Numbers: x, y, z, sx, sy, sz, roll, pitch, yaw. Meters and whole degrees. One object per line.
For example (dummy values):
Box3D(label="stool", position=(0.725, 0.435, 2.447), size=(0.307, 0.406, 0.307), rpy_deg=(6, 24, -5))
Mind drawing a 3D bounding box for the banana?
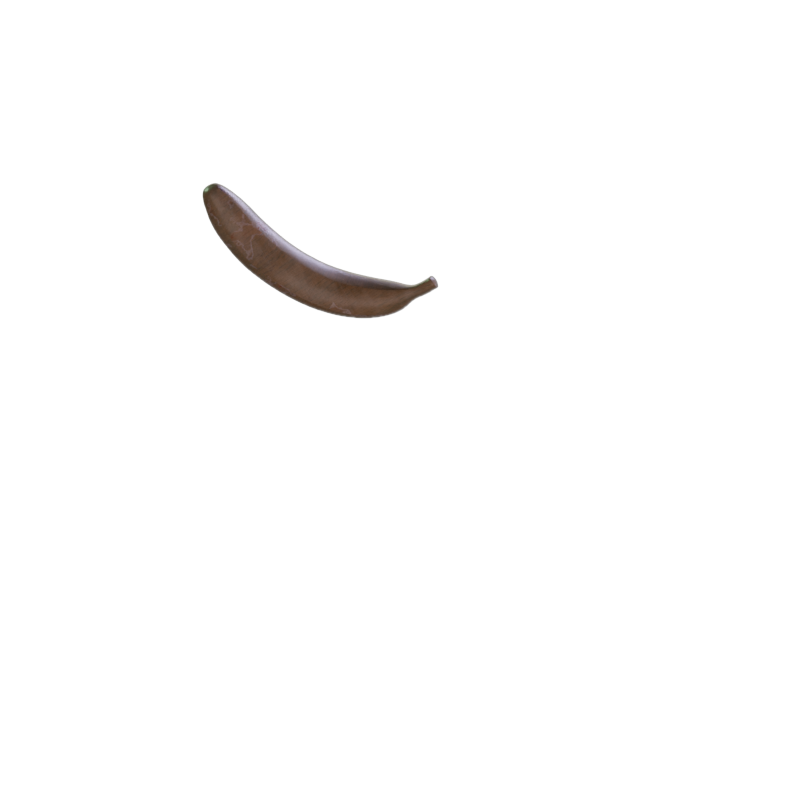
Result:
Box3D(label="banana", position=(-0.073, -0.109, 0.877), size=(0.193, 0.067, 0.039), rpy_deg=(21, 25, -11))
